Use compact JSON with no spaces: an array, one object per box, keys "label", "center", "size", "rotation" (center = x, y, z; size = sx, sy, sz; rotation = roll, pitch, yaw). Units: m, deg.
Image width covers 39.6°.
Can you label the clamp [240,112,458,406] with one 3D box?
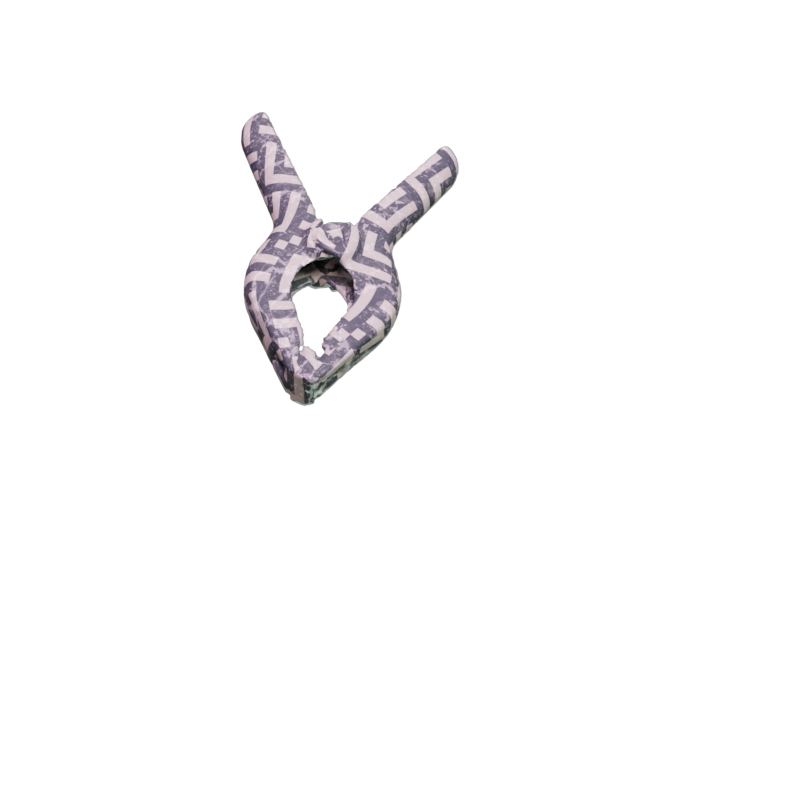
[{"label":"clamp","center":[-0.045,-0.082,0.576],"size":[0.122,0.180,0.037],"rotation":[13,-35,9]}]
